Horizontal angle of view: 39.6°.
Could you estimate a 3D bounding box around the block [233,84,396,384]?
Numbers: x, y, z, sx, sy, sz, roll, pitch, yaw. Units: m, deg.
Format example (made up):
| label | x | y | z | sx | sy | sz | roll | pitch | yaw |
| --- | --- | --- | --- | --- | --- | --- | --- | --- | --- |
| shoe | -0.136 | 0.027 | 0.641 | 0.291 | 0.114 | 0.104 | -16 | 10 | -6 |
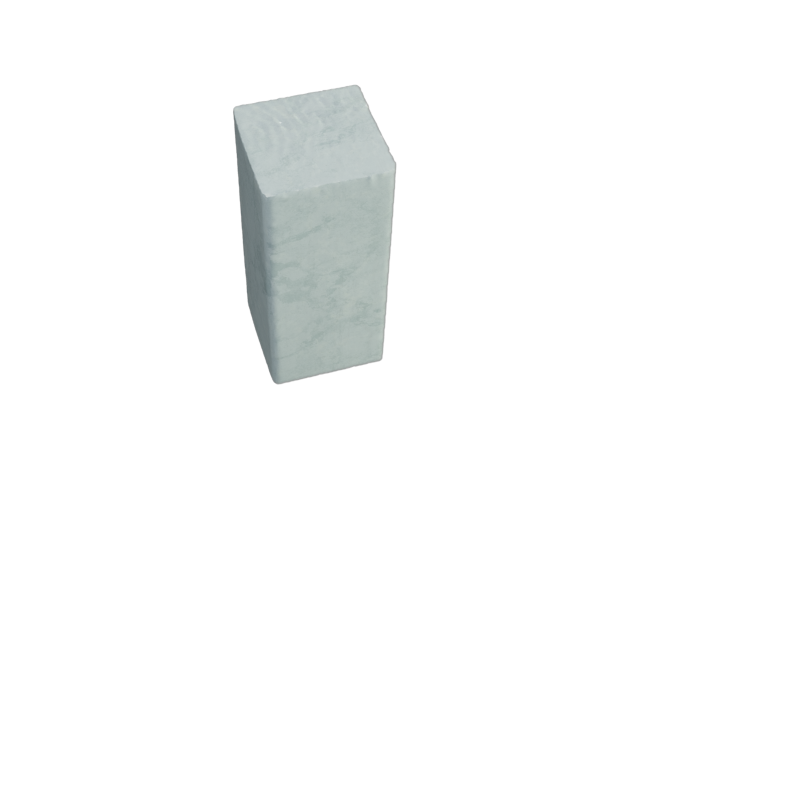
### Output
| label | x | y | z | sx | sy | sz | roll | pitch | yaw |
| --- | --- | --- | --- | --- | --- | --- | --- | --- | --- |
| block | -0.062 | -0.113 | 0.795 | 0.090 | 0.097 | 0.192 | -12 | -36 | -13 |
